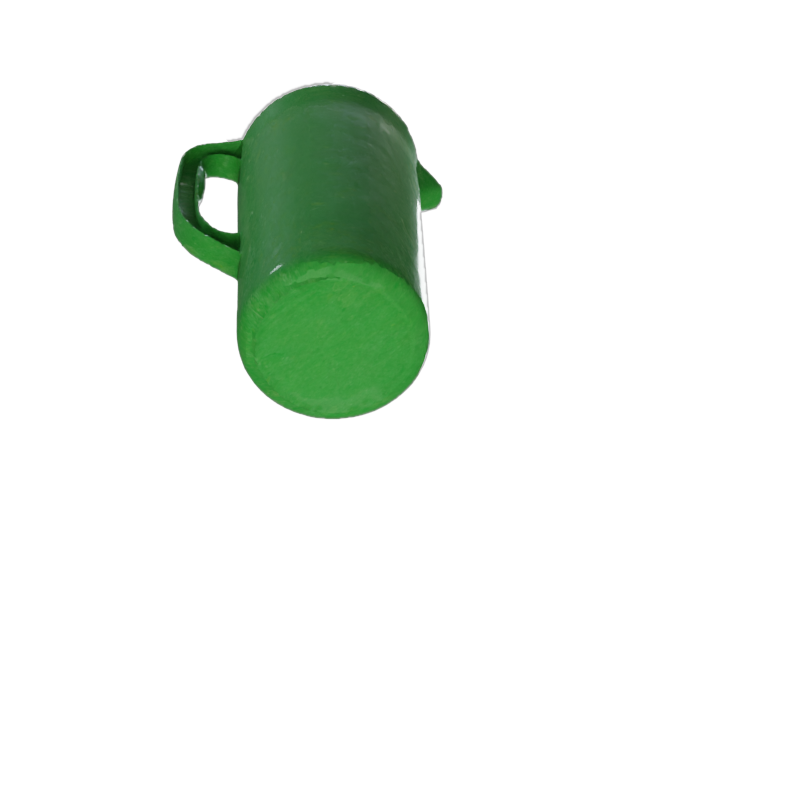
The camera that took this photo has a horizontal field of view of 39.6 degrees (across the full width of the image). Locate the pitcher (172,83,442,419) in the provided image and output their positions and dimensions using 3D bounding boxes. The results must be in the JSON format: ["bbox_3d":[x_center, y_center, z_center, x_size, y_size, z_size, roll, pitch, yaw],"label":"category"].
[{"bbox_3d":[-0.056,-0.101,0.710,0.149,0.136,0.259,-29,30,15],"label":"pitcher"}]
